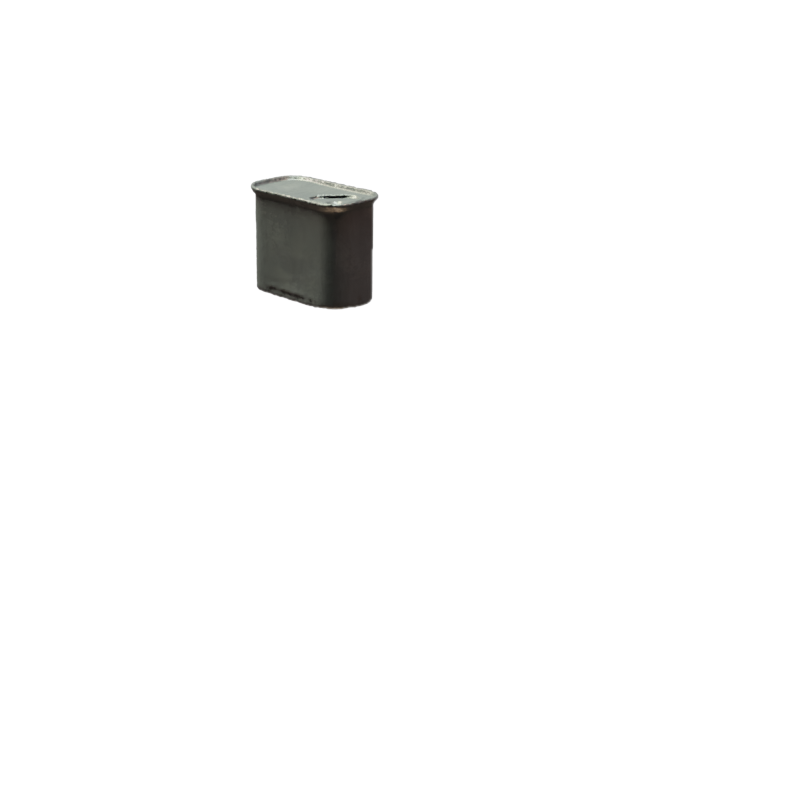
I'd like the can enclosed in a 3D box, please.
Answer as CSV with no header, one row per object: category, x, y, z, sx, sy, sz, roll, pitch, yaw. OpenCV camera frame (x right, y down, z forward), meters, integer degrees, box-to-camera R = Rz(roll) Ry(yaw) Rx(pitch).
can,-0.066,-0.121,0.849,0.108,0.080,0.056,19,25,40
